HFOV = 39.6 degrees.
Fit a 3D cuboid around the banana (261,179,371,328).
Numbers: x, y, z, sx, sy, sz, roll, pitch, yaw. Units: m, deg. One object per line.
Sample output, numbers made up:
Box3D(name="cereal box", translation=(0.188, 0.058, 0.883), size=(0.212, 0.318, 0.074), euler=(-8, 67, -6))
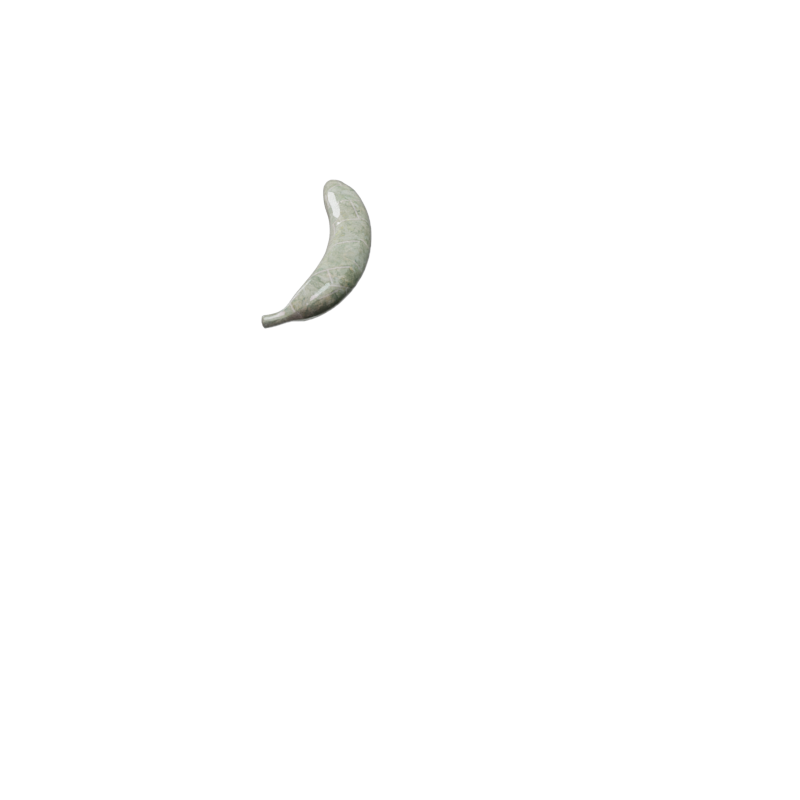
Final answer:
Box3D(name="banana", translation=(-0.060, -0.133, 0.972), size=(0.071, 0.034, 0.208), euler=(10, 45, 9))
